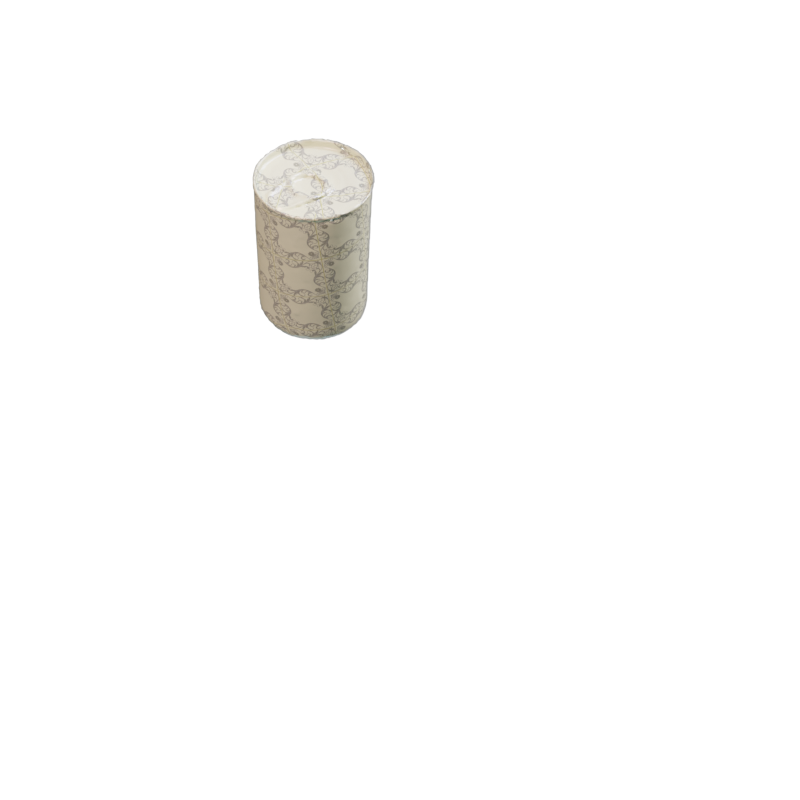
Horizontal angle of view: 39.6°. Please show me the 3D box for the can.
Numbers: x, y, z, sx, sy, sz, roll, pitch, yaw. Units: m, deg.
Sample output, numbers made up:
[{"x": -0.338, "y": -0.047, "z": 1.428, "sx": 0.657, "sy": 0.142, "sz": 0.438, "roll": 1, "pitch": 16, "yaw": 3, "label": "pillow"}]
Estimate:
[{"x": -0.051, "y": -0.093, "z": 0.651, "sx": 0.068, "sy": 0.074, "sz": 0.095, "roll": 0, "pitch": -41, "yaw": -3, "label": "can"}]
